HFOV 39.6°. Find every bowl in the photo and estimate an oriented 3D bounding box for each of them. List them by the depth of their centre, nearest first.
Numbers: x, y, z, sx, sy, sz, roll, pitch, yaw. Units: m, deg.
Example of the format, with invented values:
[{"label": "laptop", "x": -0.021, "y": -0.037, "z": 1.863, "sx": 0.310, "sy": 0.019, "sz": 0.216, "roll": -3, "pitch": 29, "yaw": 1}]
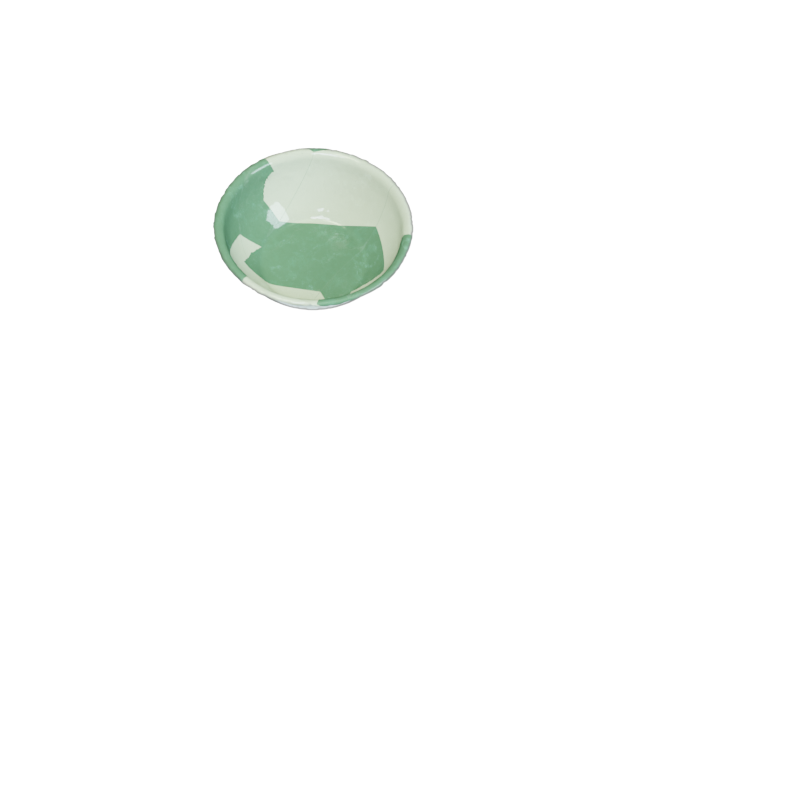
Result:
[{"label": "bowl", "x": -0.072, "y": -0.131, "z": 0.917, "sx": 0.162, "sy": 0.173, "sz": 0.051, "roll": -1, "pitch": -34, "yaw": -1}]
